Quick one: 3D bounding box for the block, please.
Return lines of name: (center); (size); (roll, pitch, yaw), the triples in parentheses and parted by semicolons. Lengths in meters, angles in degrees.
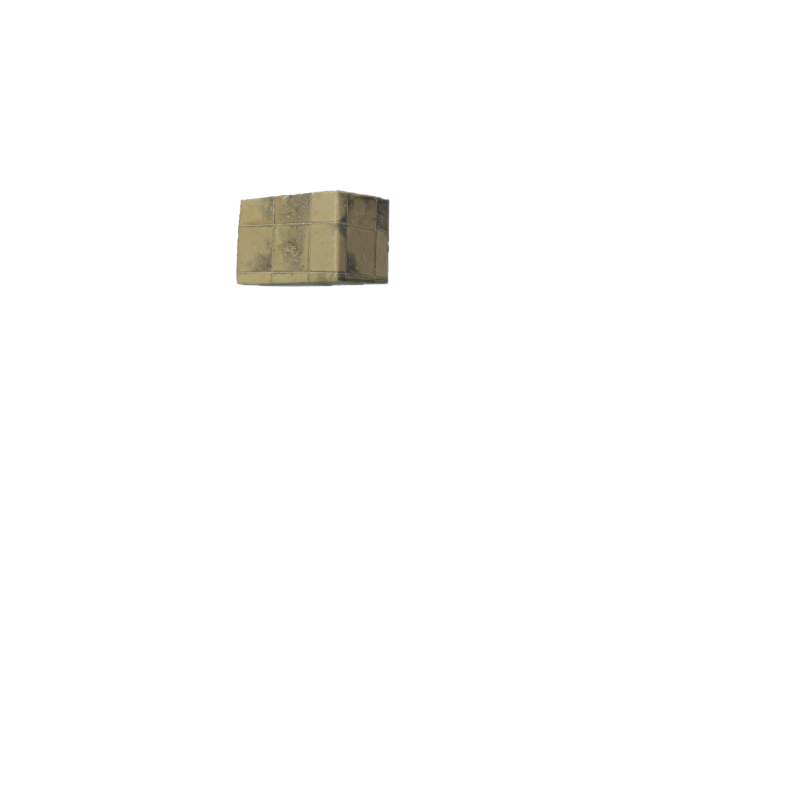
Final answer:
block: (-0.052, -0.094, 0.658); (0.081, 0.052, 0.051); (1, 0, 37)
